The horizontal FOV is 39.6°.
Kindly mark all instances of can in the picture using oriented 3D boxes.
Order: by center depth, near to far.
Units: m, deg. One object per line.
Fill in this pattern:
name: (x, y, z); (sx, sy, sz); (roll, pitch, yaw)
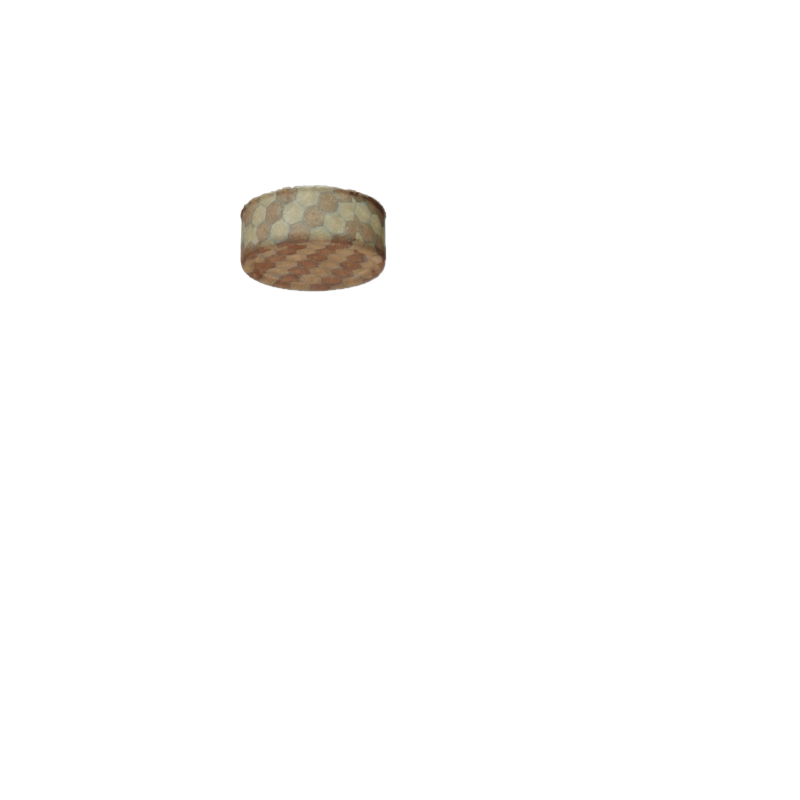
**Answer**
can: (-0.050, -0.092, 0.645); (0.086, 0.035, 0.082); (0, -16, -2)
